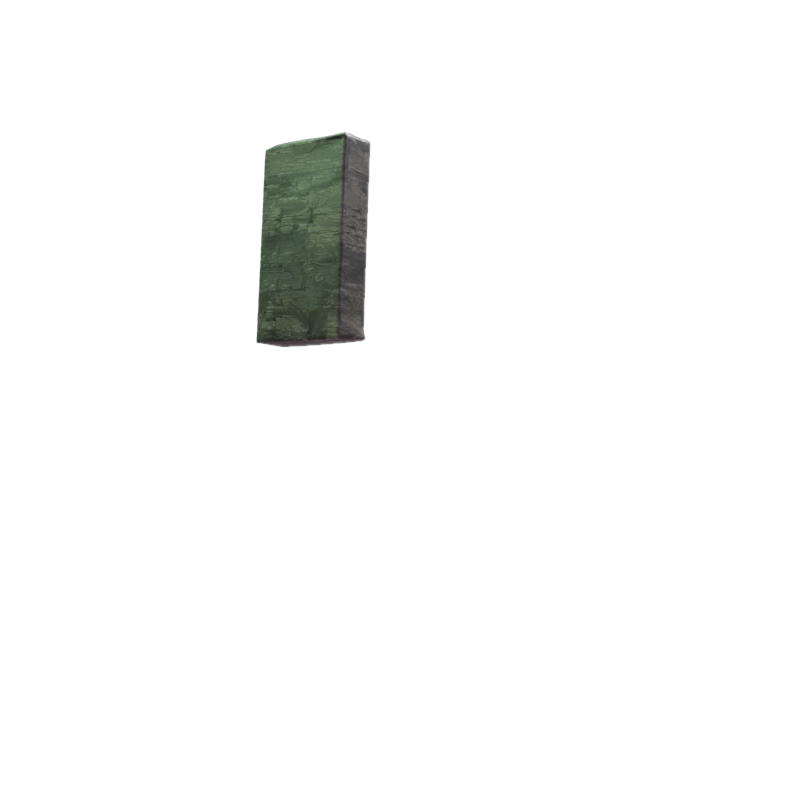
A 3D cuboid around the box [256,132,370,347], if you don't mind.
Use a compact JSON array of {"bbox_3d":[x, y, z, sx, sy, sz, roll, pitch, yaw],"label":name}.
[{"bbox_3d":[-0.075,-0.136,0.956,0.096,0.180,0.046,-6,-11,36],"label":"box"}]
